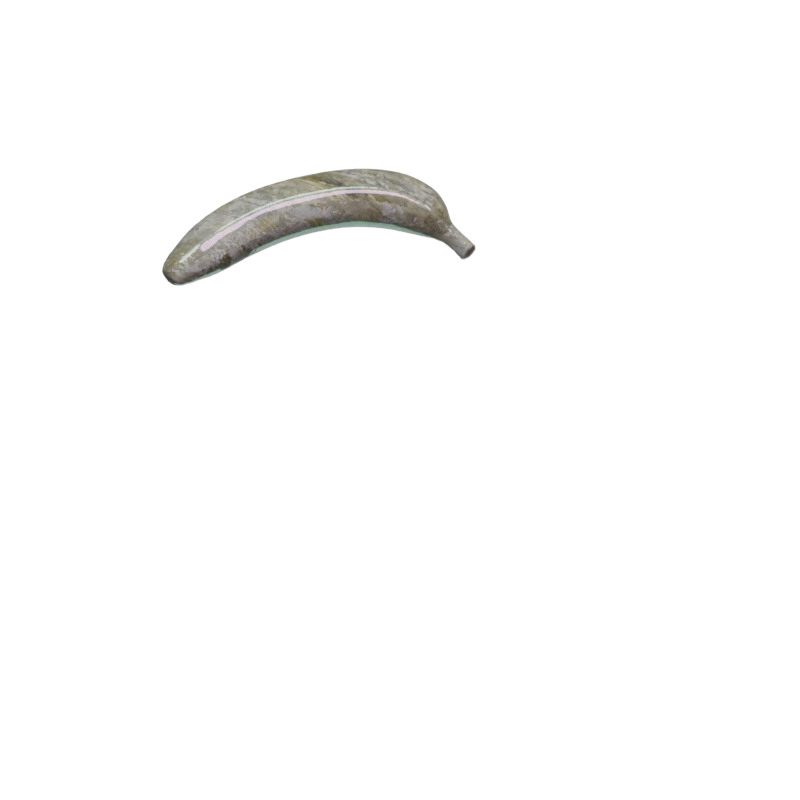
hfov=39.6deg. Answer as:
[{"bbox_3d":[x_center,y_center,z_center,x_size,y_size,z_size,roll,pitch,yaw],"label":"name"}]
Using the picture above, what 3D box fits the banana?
[{"bbox_3d":[-0.054,-0.115,0.707,0.196,0.075,0.034,-7,-39,-6],"label":"banana"}]
